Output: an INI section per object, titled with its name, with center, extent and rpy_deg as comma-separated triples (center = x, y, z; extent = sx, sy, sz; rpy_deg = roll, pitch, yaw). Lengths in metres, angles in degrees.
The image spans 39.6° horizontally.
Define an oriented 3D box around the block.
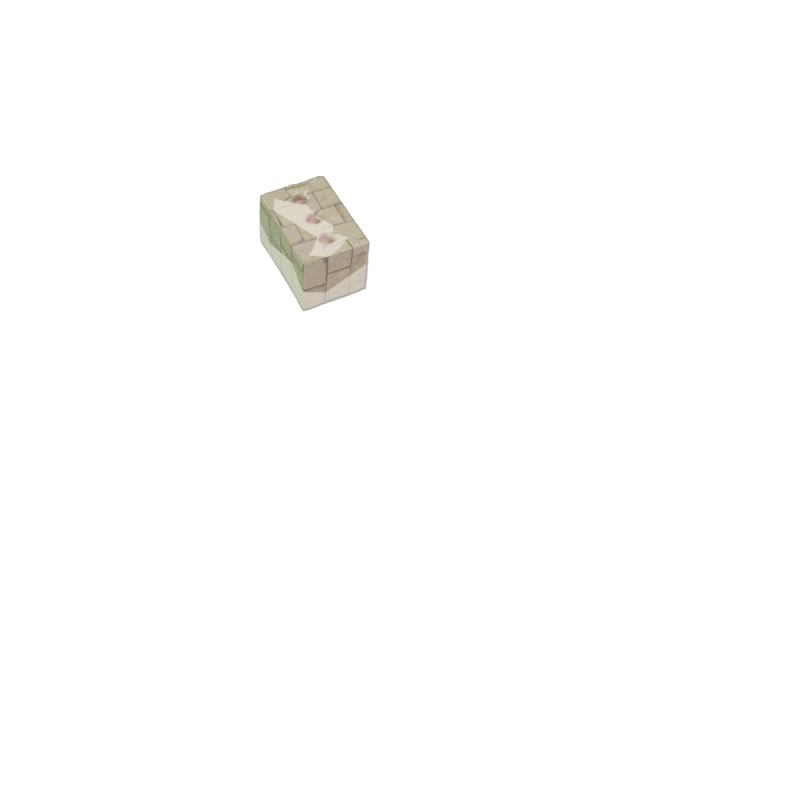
[block]
center = -0.062, -0.113, 0.794
extent = 0.052, 0.084, 0.048
rpy_deg = -20, -37, -18
